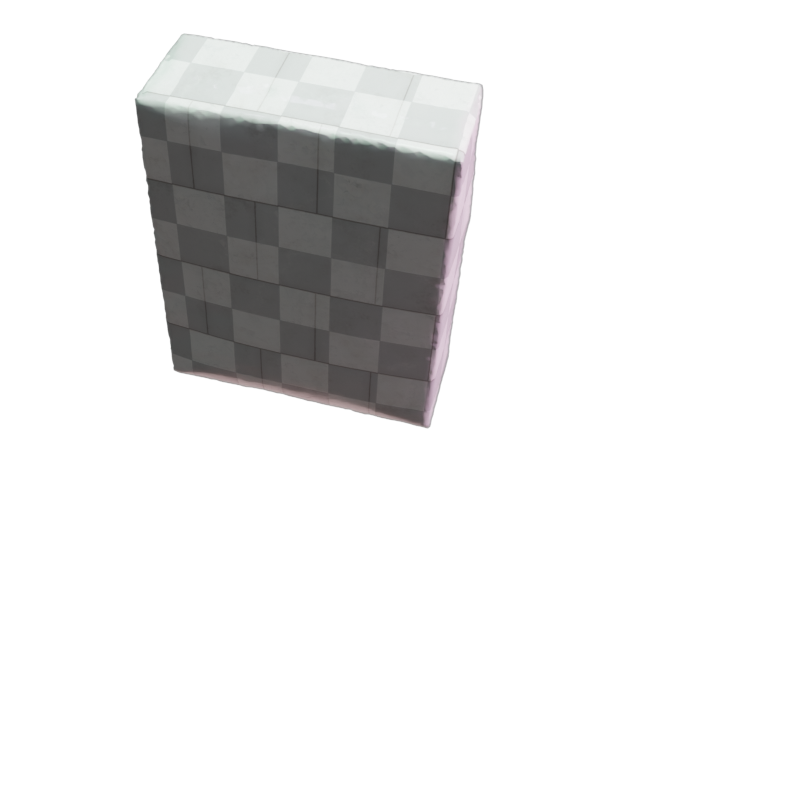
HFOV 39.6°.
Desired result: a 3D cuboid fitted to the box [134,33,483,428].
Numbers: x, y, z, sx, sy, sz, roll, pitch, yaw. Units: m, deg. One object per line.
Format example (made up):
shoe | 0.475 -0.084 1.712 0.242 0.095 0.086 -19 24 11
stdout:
box | -0.048 -0.088 0.615 0.167 0.076 0.199 13 -40 9
